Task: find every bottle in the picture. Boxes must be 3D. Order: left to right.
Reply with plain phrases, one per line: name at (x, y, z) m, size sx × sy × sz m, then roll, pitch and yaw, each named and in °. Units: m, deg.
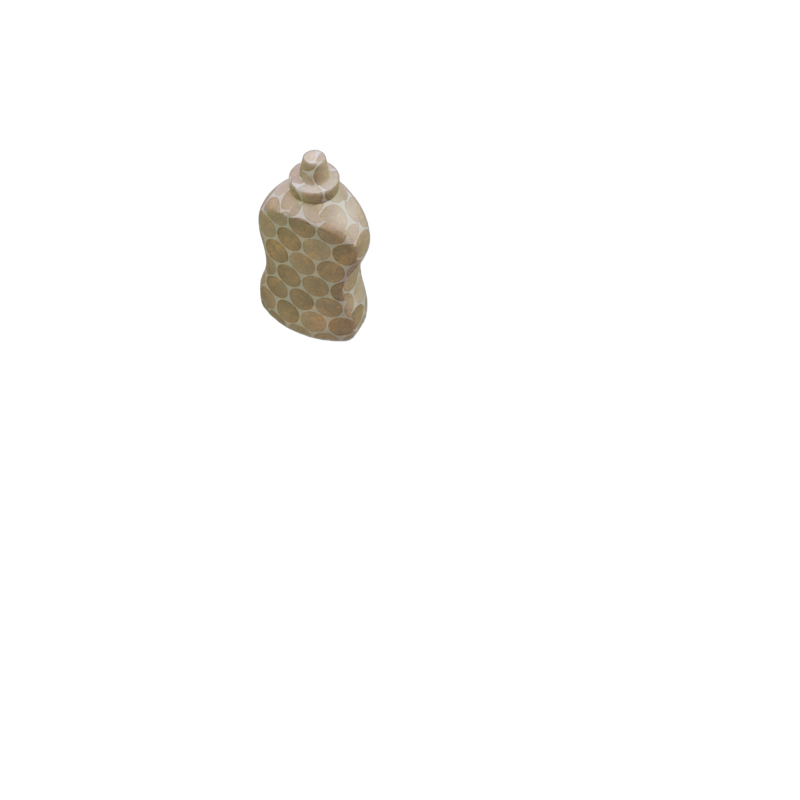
bottle at (-0.073, -0.134, 0.940) m, size 0.100 × 0.060 × 0.179 m, roll 25°, pitch -37°, yaw 16°
